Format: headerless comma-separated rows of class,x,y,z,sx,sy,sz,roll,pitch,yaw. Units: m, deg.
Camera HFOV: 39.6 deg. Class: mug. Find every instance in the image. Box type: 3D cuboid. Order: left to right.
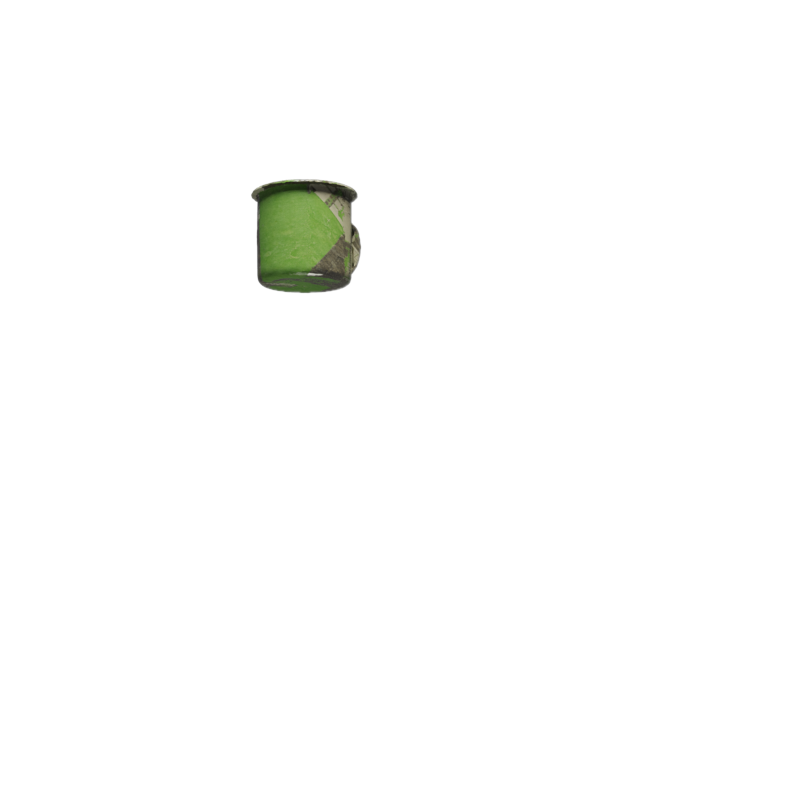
mug,-0.076,-0.138,0.970,0.096,0.084,0.111,-7,-11,37
